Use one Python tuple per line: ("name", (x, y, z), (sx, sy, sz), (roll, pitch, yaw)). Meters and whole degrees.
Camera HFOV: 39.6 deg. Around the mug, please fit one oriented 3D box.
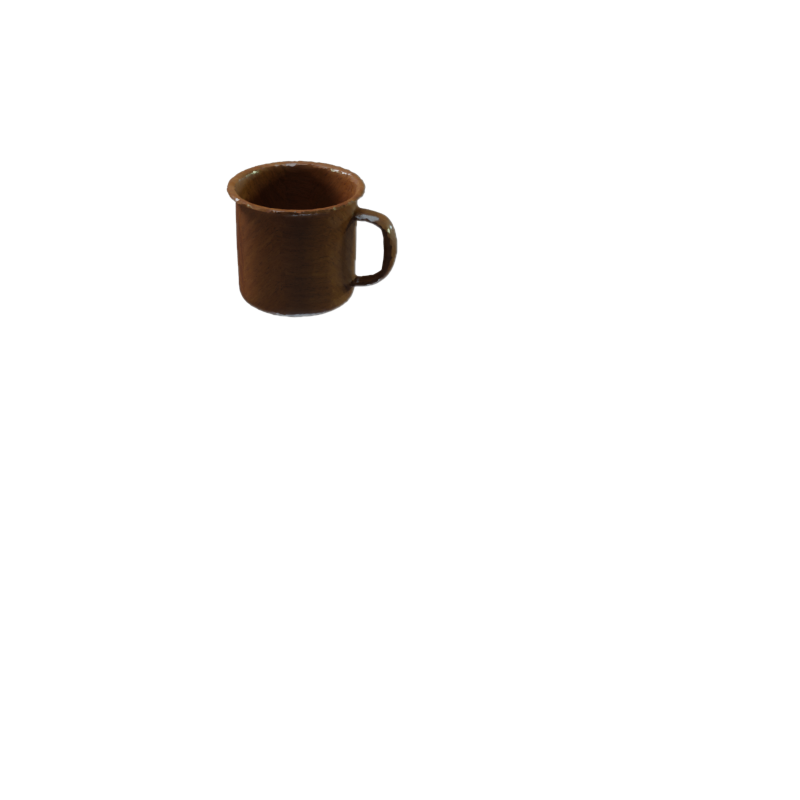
("mug", (-0.059, -0.108, 0.755), (0.120, 0.077, 0.097), (8, 30, 12))
